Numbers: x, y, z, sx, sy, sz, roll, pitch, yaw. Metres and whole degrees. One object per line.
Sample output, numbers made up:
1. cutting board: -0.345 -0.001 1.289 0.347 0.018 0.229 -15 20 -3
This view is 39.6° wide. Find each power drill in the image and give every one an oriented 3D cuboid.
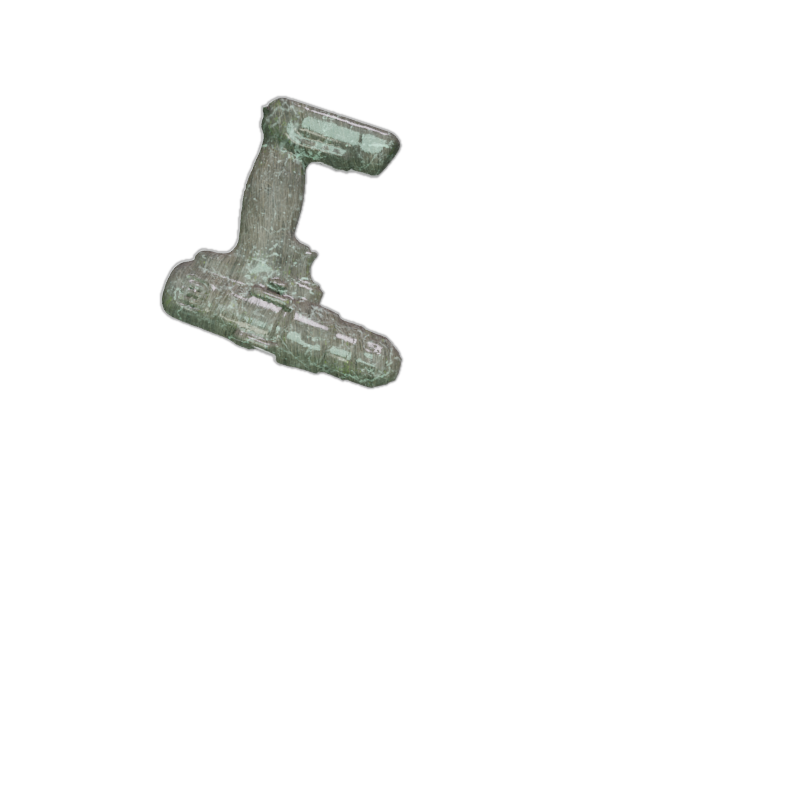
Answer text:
1. power drill: -0.064 -0.118 0.824 0.185 0.190 0.056 20 -7 2
